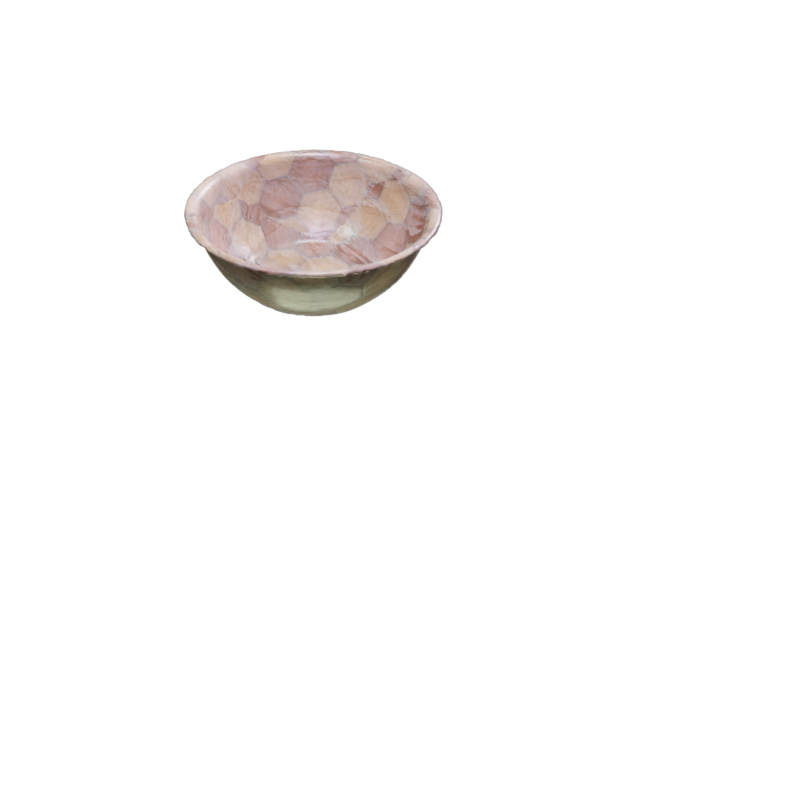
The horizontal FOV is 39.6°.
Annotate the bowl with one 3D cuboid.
[{"bbox_3d":[-0.055,-0.101,0.709,0.162,0.052,0.173,-1,36,-2],"label":"bowl"}]
